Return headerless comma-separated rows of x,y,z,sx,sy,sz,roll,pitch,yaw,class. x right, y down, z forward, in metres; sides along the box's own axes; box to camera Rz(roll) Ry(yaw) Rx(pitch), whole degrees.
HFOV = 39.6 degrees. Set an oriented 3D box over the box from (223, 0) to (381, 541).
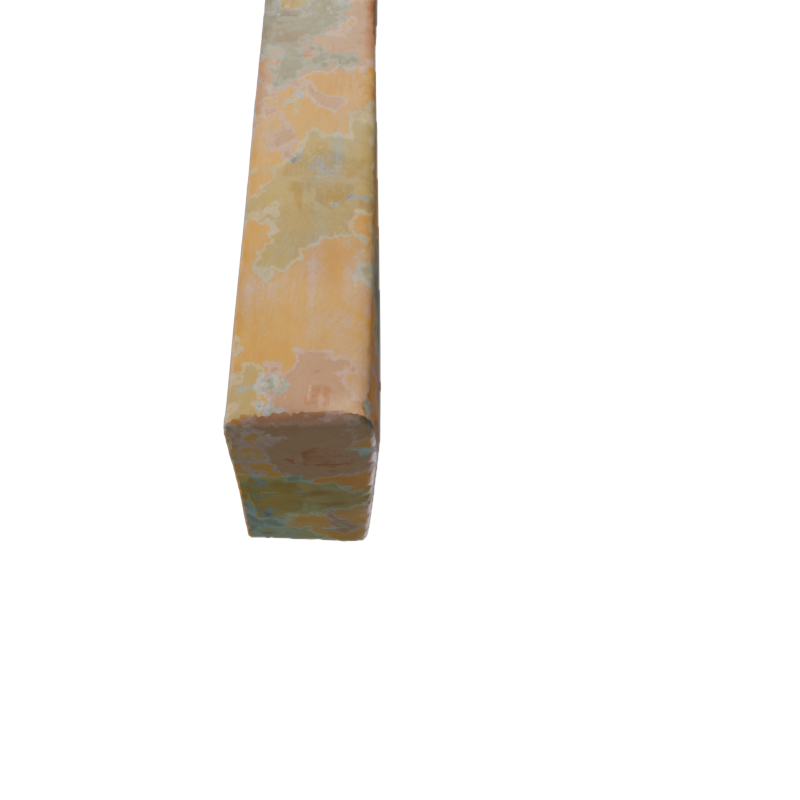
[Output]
-0.030,-0.053,0.375,0.048,0.188,0.088,-1,-31,-3,box
